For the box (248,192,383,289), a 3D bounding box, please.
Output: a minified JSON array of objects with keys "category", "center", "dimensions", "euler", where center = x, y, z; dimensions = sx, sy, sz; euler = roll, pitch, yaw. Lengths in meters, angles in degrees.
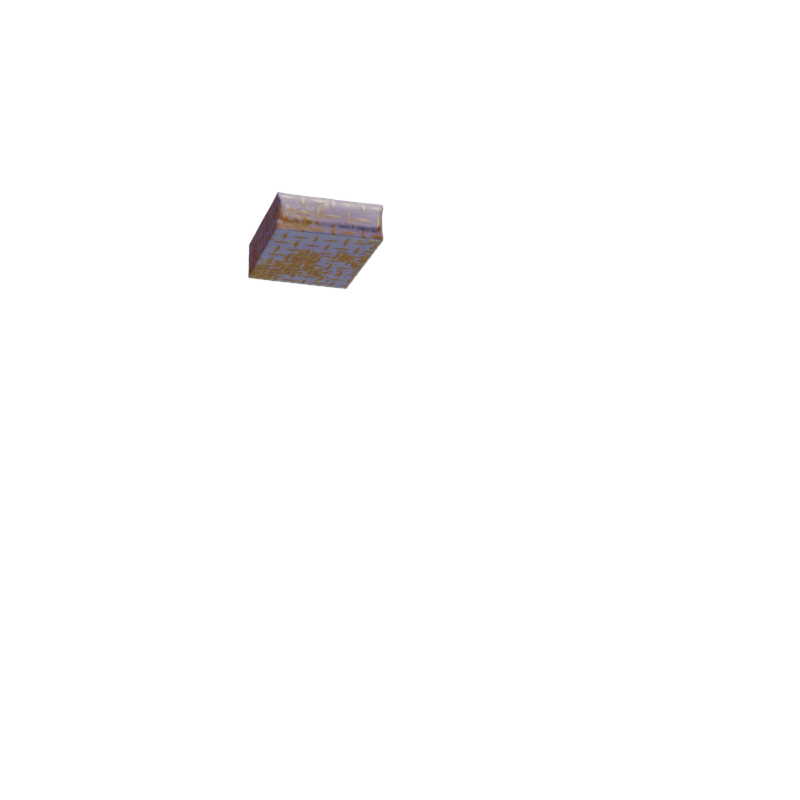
[{"category":"box","center":[-0.059,-0.107,0.751],"dimensions":[0.071,0.032,0.087],"euler":[5,-19,-16]}]
